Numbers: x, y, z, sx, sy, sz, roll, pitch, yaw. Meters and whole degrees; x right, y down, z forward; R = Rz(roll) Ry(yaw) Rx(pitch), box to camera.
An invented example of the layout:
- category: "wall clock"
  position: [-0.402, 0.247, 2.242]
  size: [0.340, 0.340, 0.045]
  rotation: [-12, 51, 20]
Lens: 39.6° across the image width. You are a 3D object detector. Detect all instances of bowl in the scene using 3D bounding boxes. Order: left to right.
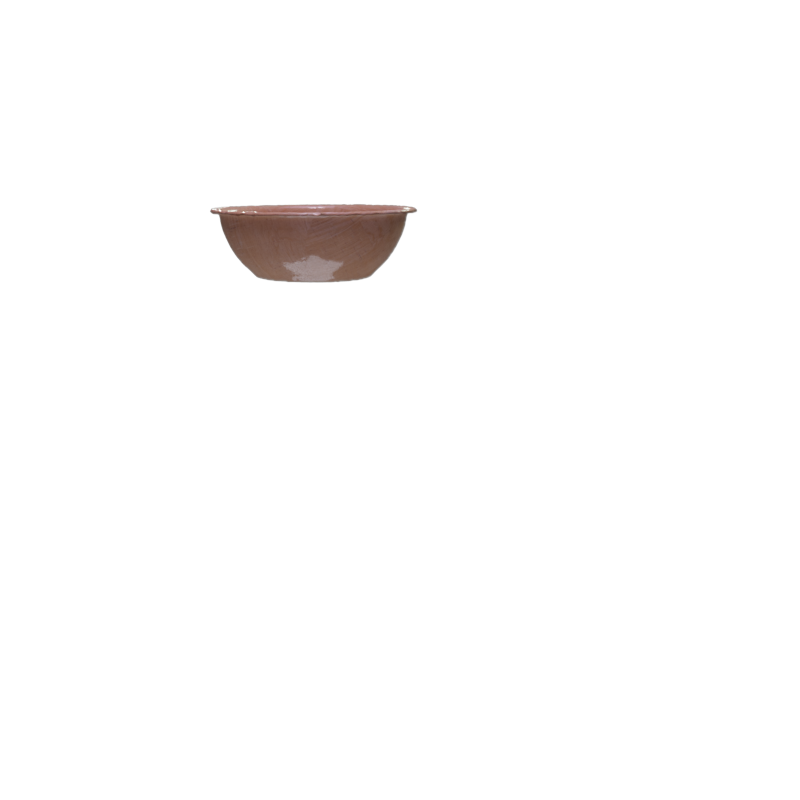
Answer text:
- category: "bowl"
  position: [-0.068, -0.124, 0.870]
  size: [0.162, 0.054, 0.166]
  rotation: [0, 12, -2]
